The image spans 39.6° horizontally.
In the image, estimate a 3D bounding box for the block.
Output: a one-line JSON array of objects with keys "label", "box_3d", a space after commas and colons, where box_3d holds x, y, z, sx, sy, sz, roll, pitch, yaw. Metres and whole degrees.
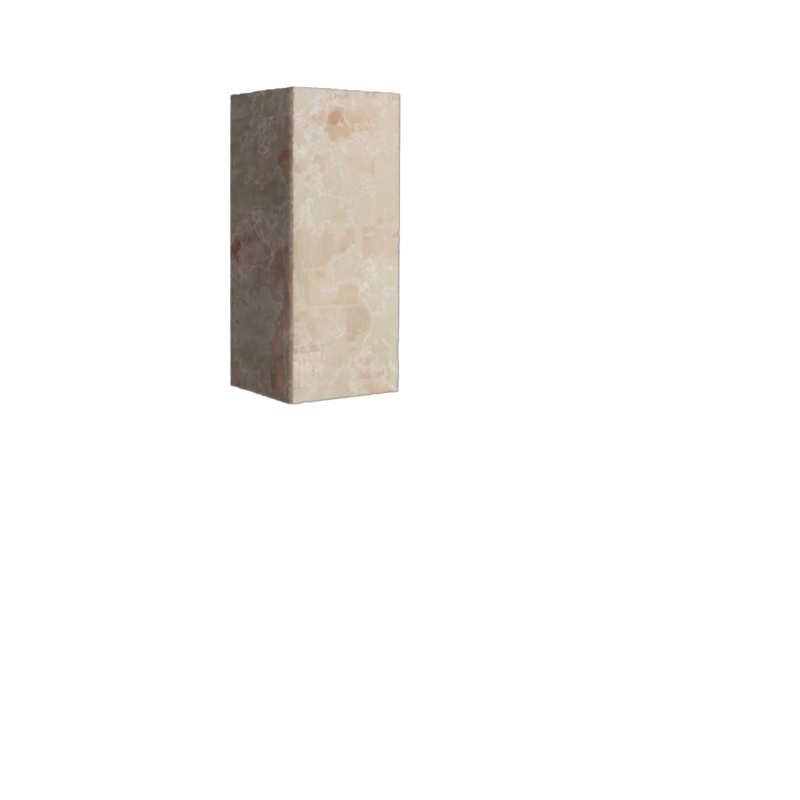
[{"label": "block", "box_3d": [-0.061, -0.111, 0.775, 0.088, 0.204, 0.094, -3, 5, -35]}]
